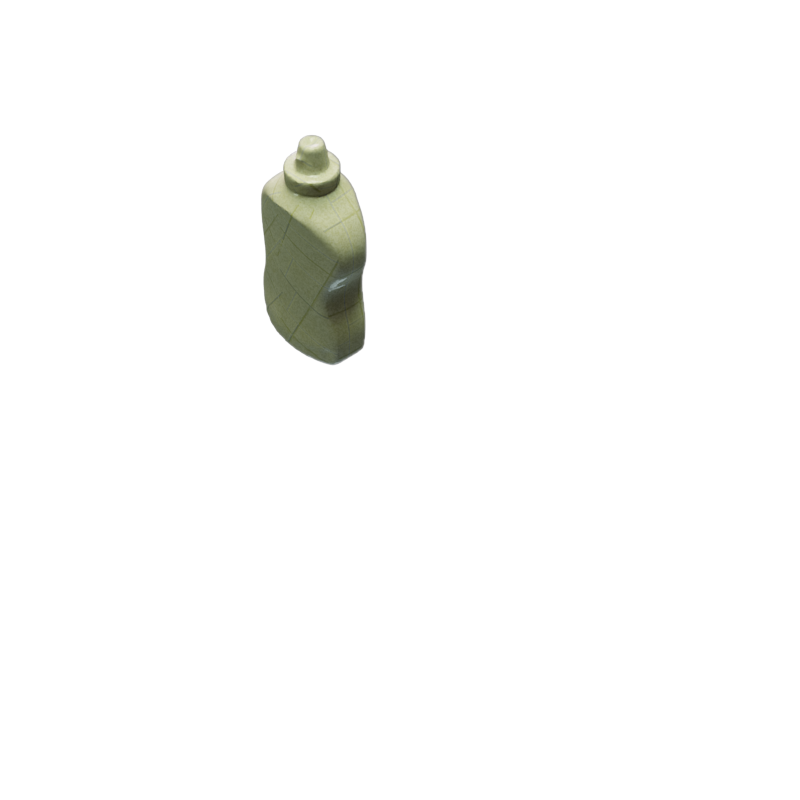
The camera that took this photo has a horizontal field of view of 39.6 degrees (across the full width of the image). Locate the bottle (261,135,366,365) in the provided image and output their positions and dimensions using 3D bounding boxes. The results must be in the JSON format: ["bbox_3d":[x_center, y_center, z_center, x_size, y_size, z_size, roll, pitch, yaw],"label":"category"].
[{"bbox_3d":[-0.066,-0.119,0.834,0.058,0.179,0.103,-28,55,-26],"label":"bottle"}]
